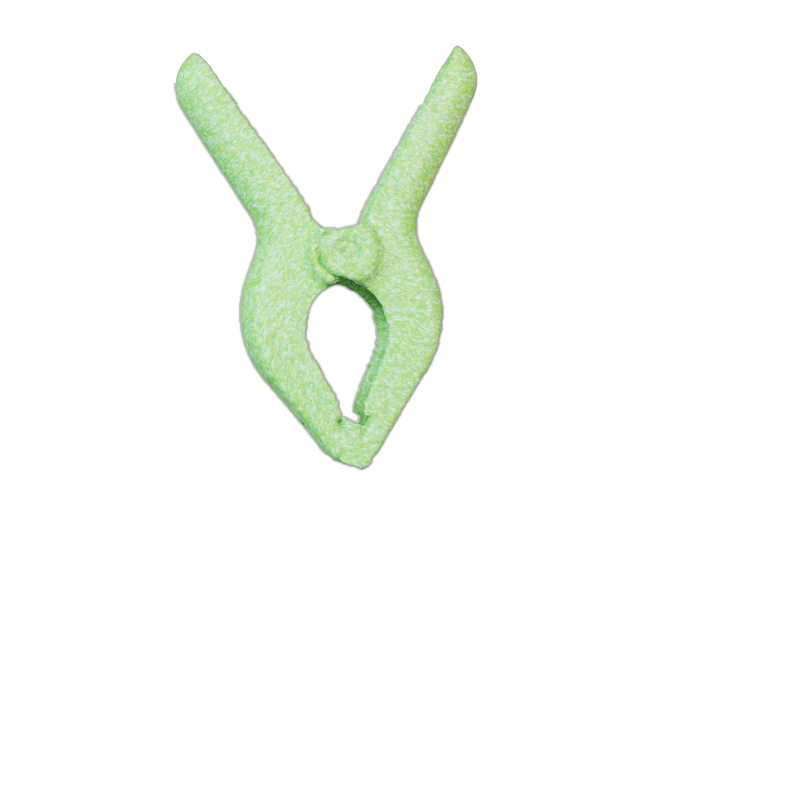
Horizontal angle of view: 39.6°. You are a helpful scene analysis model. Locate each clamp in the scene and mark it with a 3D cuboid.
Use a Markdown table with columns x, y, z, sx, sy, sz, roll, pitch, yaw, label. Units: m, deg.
| x | y | z | sx | sy | sz | roll | pitch | yaw | label |
| --- | --- | --- | --- | --- | --- | --- | --- | --- | --- |
| -0.034 | -0.062 | 0.436 | 0.120 | 0.176 | 0.038 | 5 | -10 | 0 | clamp |
